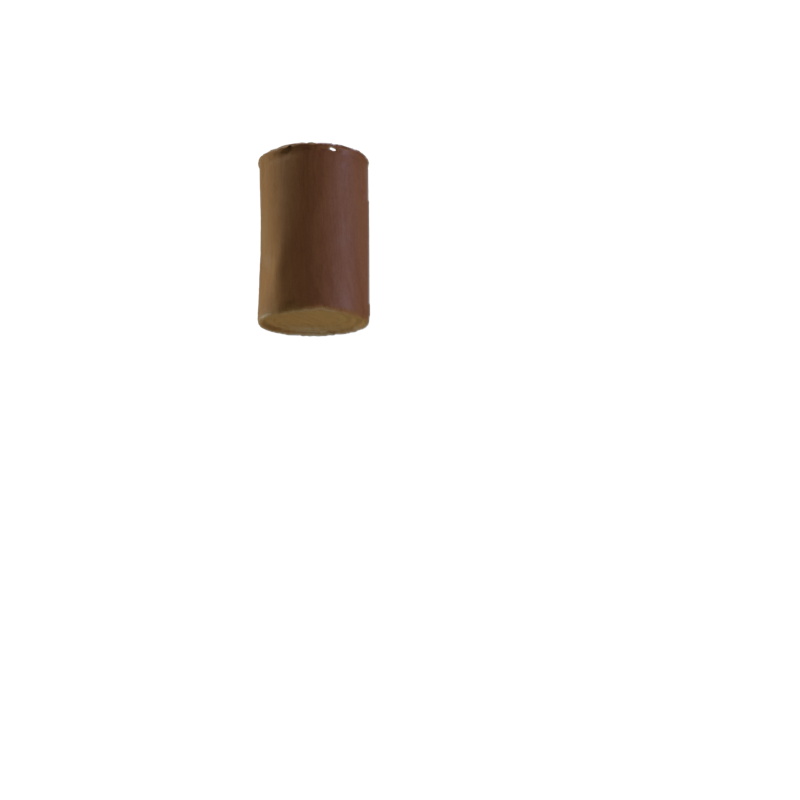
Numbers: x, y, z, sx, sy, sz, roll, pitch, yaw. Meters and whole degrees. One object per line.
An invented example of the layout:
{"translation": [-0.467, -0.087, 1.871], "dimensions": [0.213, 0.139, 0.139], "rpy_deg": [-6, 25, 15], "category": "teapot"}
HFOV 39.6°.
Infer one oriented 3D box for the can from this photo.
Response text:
{"translation": [-0.052, -0.095, 0.664], "dimensions": [0.068, 0.106, 0.066], "rpy_deg": [0, -15, -2], "category": "can"}
